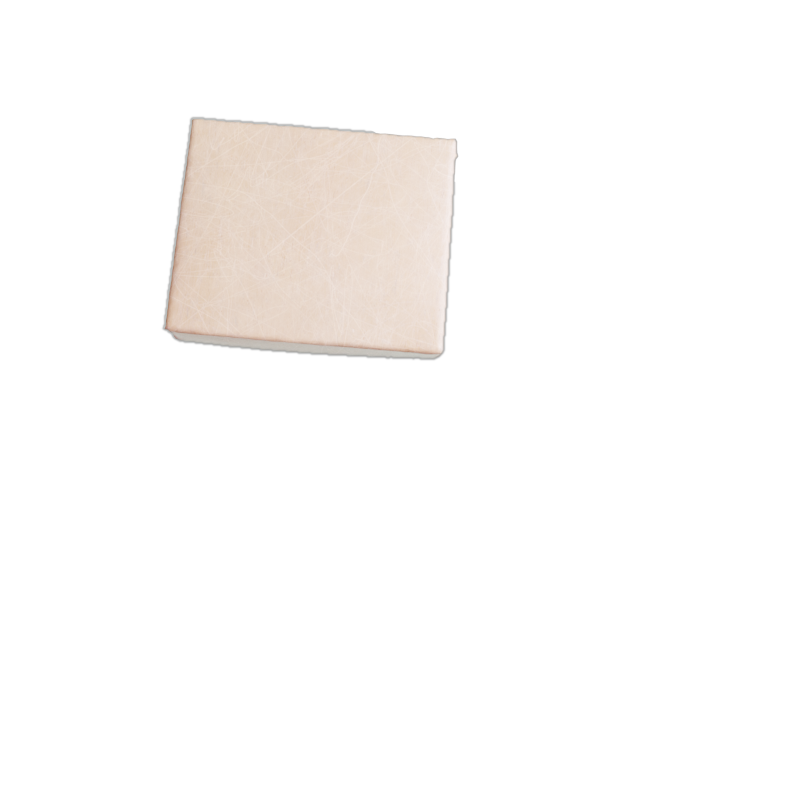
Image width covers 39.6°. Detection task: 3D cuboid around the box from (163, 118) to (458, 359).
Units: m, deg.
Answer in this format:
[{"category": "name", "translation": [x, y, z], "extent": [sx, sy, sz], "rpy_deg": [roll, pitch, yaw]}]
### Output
[{"category": "box", "translation": [-0.036, -0.065, 0.458], "extent": [0.114, 0.093, 0.038], "rpy_deg": [5, -12, 1]}]
